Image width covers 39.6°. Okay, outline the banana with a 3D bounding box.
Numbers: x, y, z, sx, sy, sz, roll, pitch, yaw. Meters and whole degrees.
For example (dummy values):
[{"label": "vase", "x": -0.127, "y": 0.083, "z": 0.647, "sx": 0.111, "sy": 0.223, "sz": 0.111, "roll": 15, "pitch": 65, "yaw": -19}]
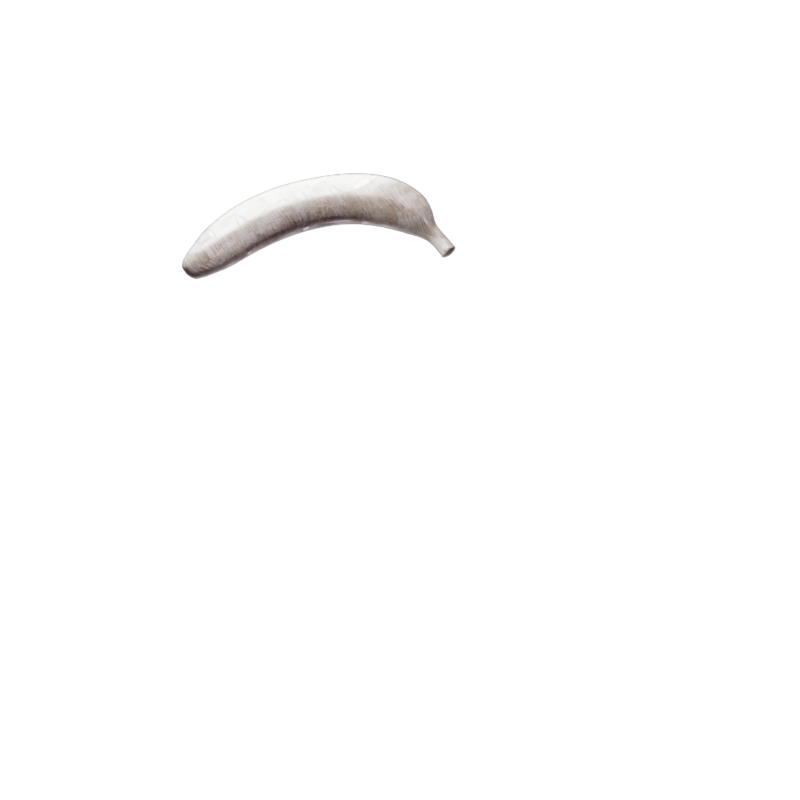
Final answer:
[{"label": "banana", "x": -0.062, "y": -0.131, "z": 0.807, "sx": 0.197, "sy": 0.074, "sz": 0.034, "roll": -6, "pitch": -30, "yaw": -4}]
